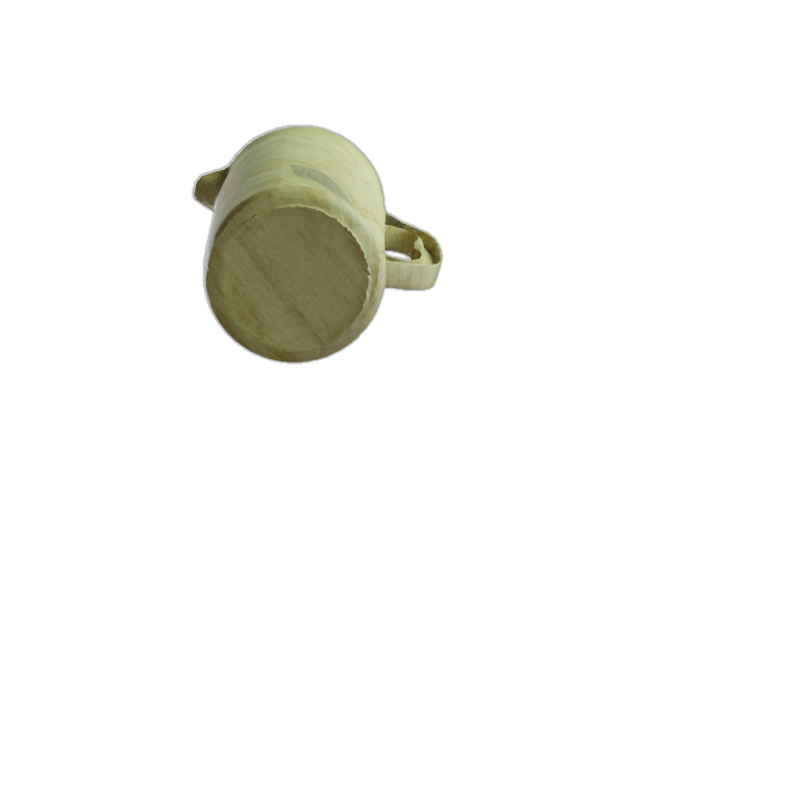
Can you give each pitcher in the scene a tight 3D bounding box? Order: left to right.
[{"bbox_3d":[-0.060,-0.109,0.762,0.149,0.140,0.252,-28,17,6],"label":"pitcher"}]
